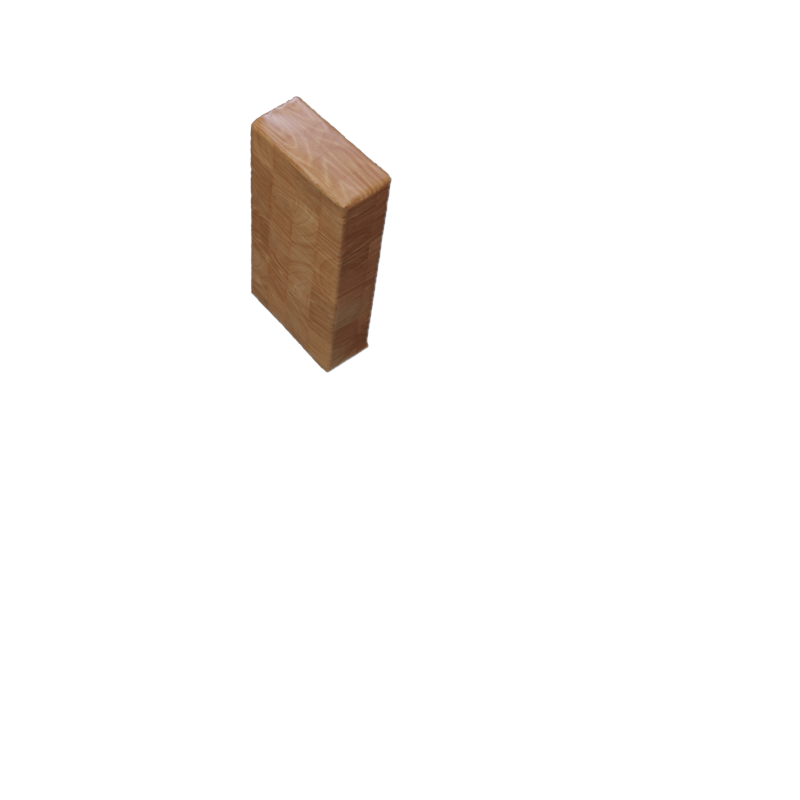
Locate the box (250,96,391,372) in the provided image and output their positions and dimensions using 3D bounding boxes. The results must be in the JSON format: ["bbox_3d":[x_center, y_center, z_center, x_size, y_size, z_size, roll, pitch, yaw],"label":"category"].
[{"bbox_3d":[-0.058,-0.104,0.731,0.048,0.099,0.165,-33,-26,-23],"label":"box"}]
